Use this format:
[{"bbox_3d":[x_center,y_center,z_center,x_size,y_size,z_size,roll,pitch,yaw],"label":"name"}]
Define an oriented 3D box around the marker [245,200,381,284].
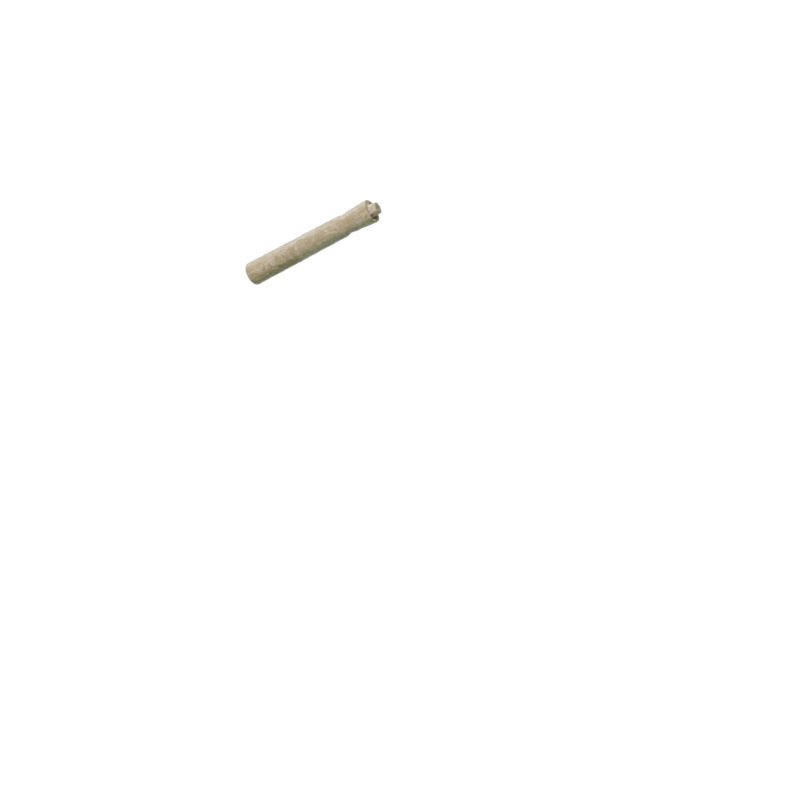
[{"bbox_3d":[-0.066,-0.121,0.849,0.121,0.020,0.019,-24,-7,25],"label":"marker"}]
